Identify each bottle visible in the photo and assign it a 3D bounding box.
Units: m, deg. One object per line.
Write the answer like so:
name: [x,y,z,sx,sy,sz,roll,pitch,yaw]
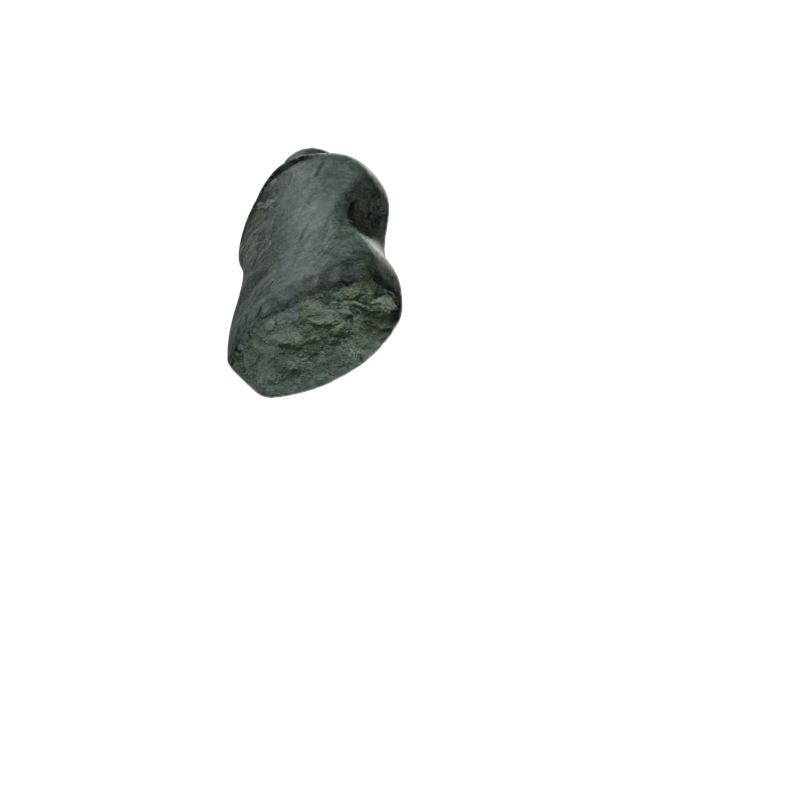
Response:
bottle: [-0.051,-0.092,0.645,0.096,0.205,0.055,-32,-56,20]
